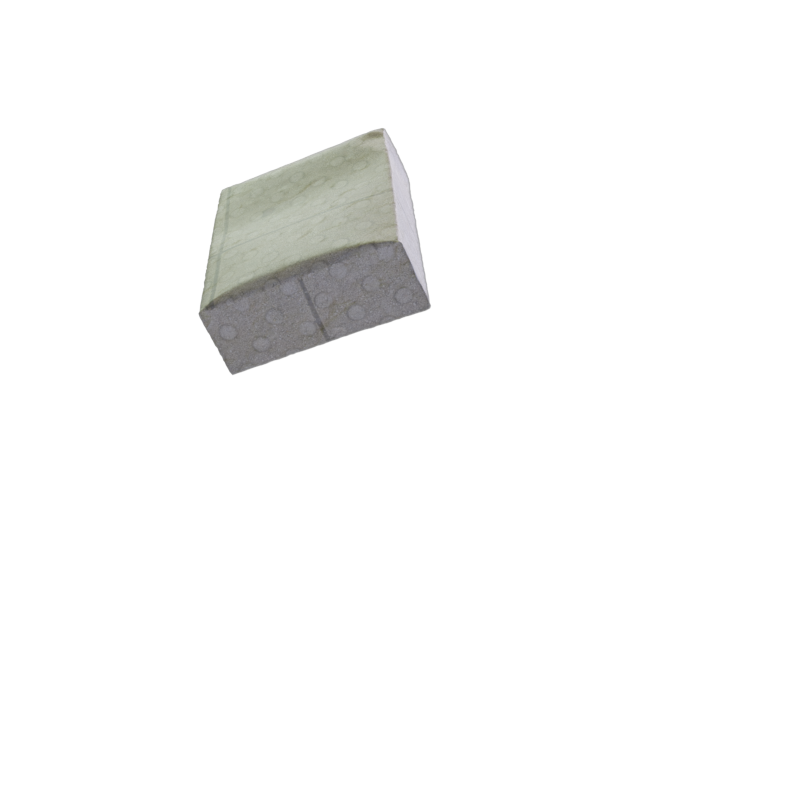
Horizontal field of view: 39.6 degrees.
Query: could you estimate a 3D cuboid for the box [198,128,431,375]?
[{"bbox_3d":[-0.071,-0.130,0.907,0.165,0.067,0.228,-19,34,10],"label":"box"}]
